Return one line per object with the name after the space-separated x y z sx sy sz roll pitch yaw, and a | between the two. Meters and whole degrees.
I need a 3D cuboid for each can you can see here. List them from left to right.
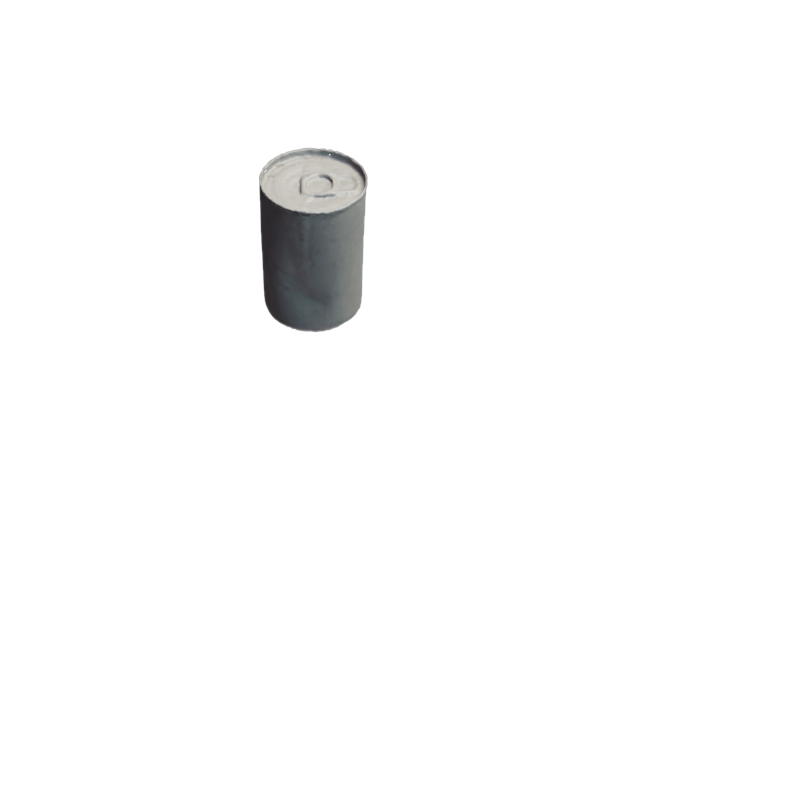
-0.056 -0.103 0.720 0.068 0.095 0.074 0 43 -3 | can
